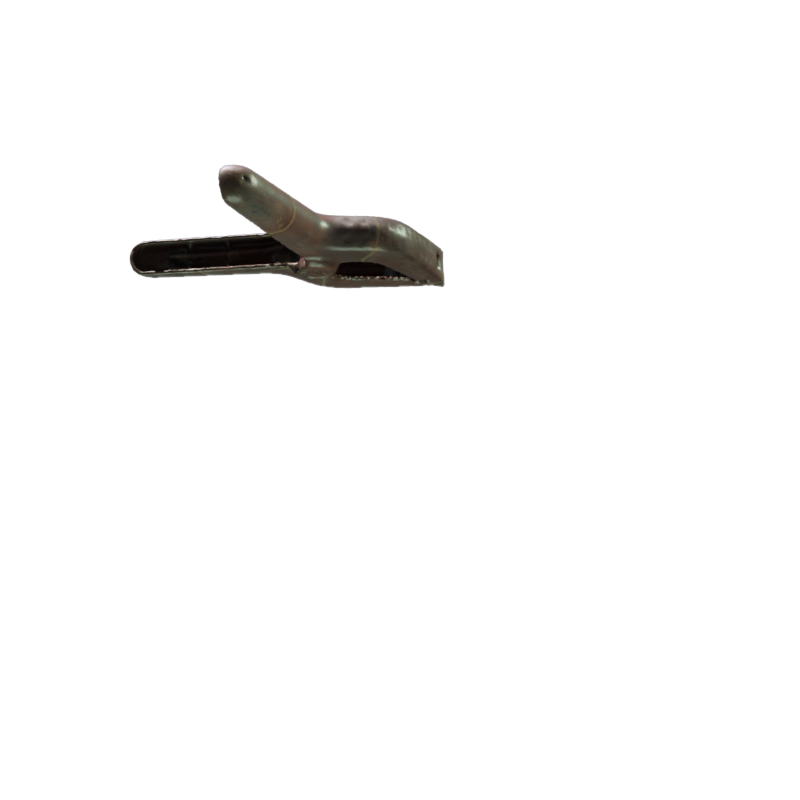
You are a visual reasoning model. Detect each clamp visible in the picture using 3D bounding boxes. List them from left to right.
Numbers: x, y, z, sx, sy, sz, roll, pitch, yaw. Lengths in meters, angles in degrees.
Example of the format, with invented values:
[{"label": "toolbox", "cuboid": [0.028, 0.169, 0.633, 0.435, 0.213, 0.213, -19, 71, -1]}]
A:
[{"label": "clamp", "cuboid": [-0.057, -0.103, 0.723, 0.203, 0.038, 0.164, 5, -13, -22]}]
